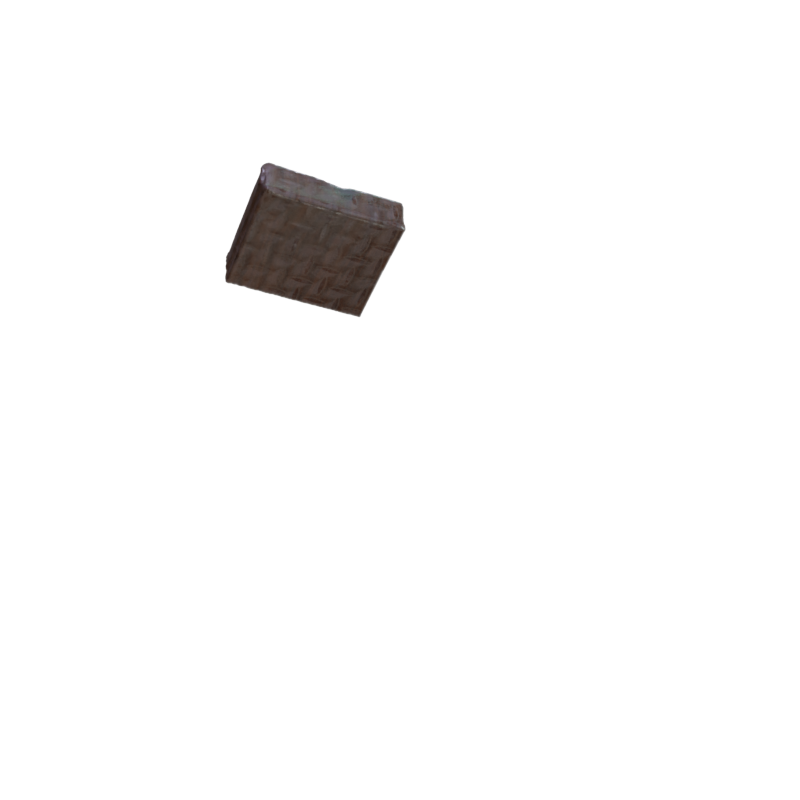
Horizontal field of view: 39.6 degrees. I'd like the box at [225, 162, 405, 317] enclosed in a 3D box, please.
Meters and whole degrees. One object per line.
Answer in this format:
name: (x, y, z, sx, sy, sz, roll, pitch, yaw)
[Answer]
box: (-0.052, -0.094, 0.657, 0.087, 0.070, 0.032, 16, 39, -14)
